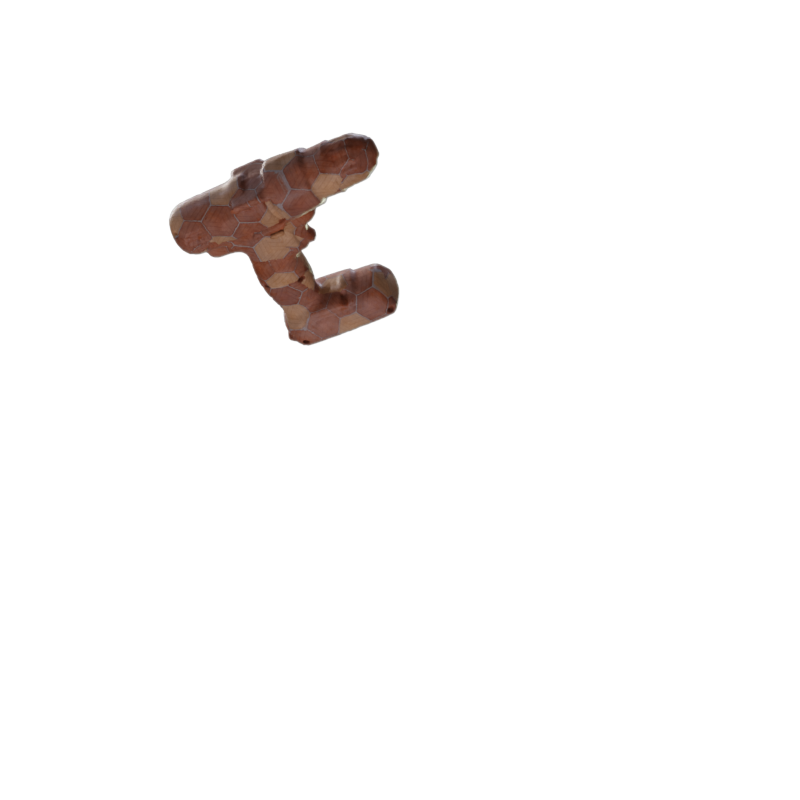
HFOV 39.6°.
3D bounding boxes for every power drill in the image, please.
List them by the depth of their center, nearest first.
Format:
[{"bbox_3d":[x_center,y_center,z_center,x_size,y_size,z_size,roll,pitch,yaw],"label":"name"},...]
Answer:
[{"bbox_3d":[-0.073,-0.133,0.932,0.186,0.062,0.173,-18,-43,20],"label":"power drill"}]
